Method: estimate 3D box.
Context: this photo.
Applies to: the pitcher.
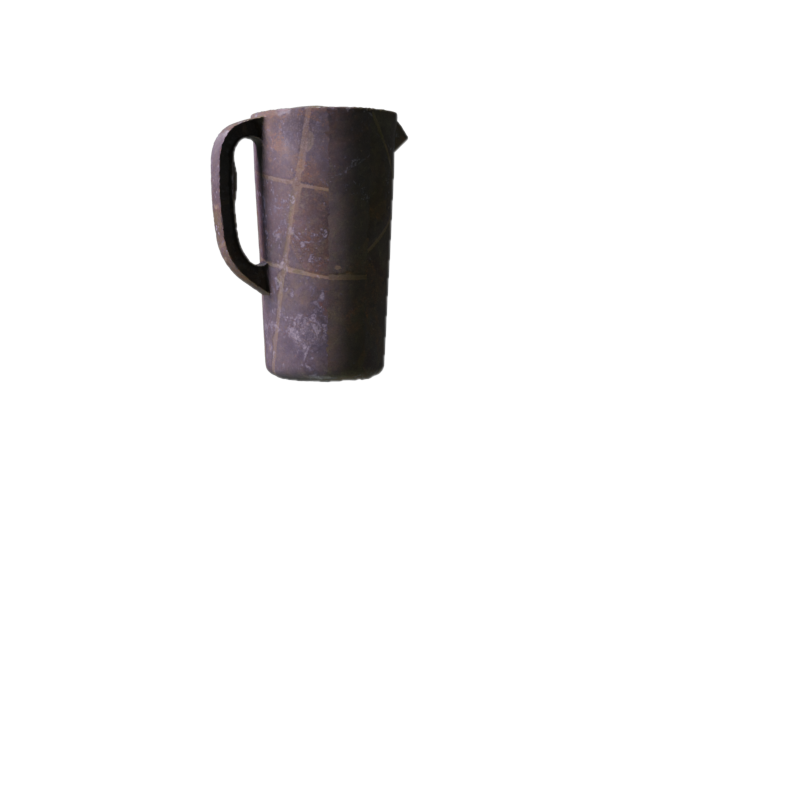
[{"bbox_3d":[-0.078,-0.142,0.997,0.152,0.243,0.142,1,2,17],"label":"pitcher"}]
